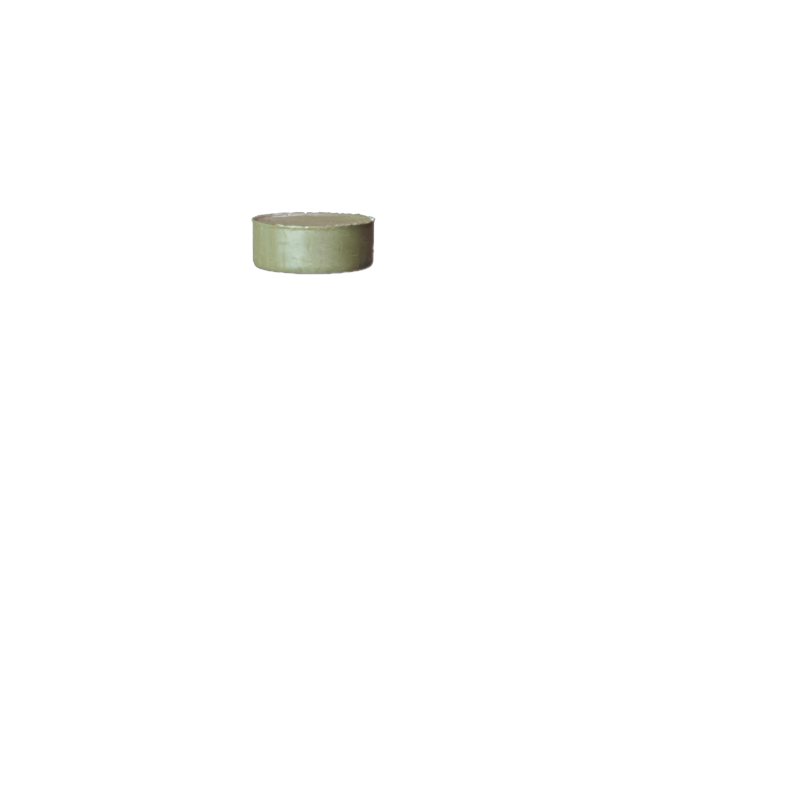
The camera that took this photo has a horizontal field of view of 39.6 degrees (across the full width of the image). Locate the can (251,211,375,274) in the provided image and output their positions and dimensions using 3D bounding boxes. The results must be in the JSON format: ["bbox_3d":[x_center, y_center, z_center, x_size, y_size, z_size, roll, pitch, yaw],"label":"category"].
[{"bbox_3d":[-0.060,-0.110,0.771,0.086,0.033,0.088,0,15,-2],"label":"can"}]
